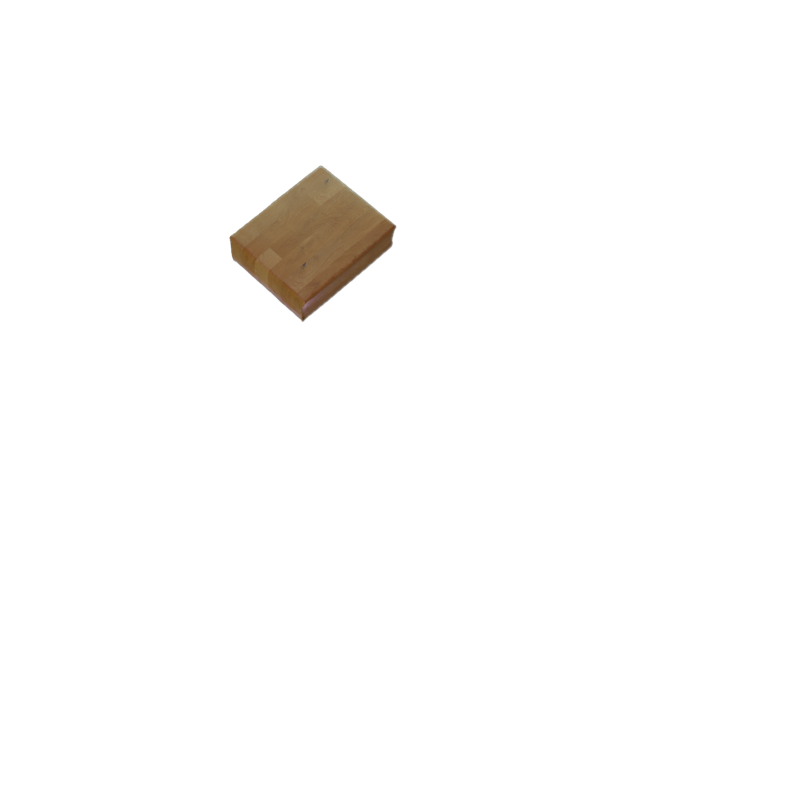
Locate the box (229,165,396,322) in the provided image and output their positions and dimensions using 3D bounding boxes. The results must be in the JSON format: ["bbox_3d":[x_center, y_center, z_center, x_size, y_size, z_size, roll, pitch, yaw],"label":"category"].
[{"bbox_3d":[-0.073,-0.134,0.936,0.094,0.115,0.036,39,-23,20],"label":"box"}]
